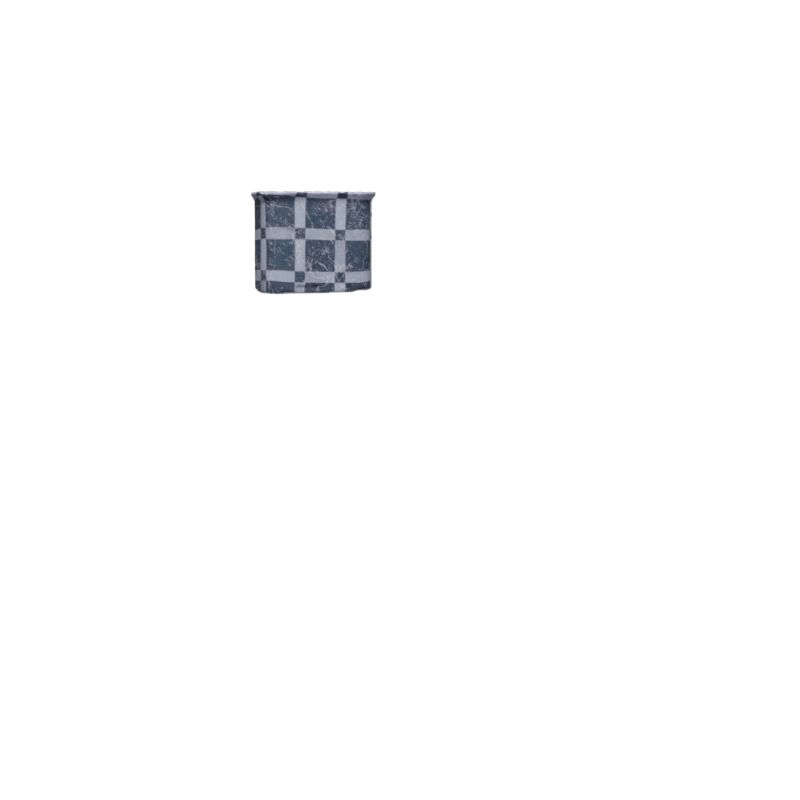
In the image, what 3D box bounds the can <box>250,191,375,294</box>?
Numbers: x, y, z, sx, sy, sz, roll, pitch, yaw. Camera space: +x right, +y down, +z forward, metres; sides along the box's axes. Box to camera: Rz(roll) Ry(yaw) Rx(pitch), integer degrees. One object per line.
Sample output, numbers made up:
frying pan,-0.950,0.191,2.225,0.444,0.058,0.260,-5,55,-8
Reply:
can,-0.073,-0.133,0.929,0.100,0.083,0.059,-2,4,-19
